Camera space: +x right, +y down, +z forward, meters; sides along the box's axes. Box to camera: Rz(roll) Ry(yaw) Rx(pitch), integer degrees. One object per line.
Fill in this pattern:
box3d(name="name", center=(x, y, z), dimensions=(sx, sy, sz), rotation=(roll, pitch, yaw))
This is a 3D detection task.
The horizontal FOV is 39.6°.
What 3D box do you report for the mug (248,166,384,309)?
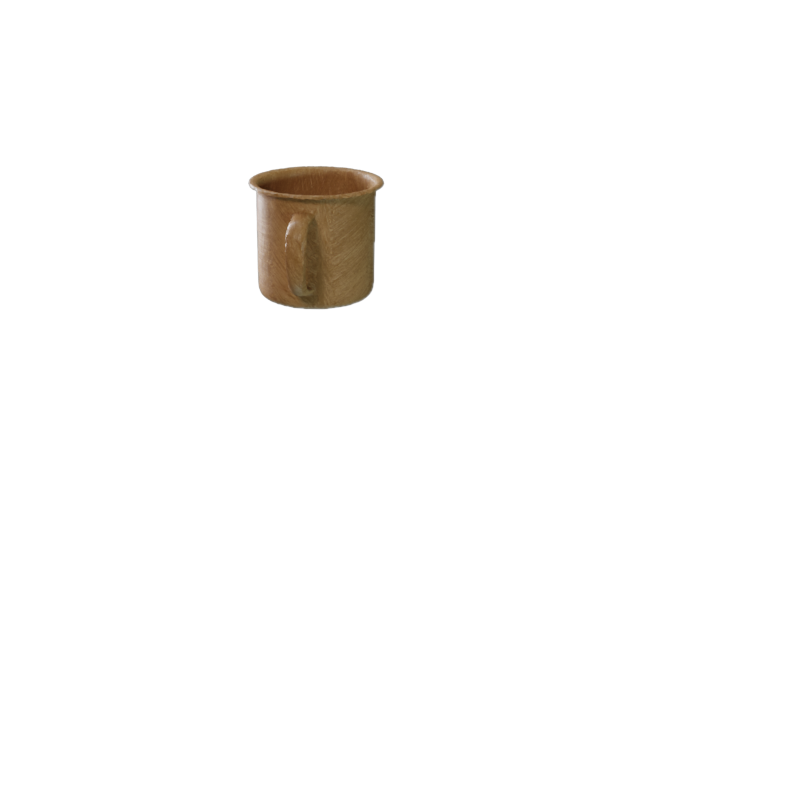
box3d(name="mug", center=(-0.059, -0.108, 0.759), dimensions=(0.094, 0.078, 0.121), rotation=(3, 22, 5))
